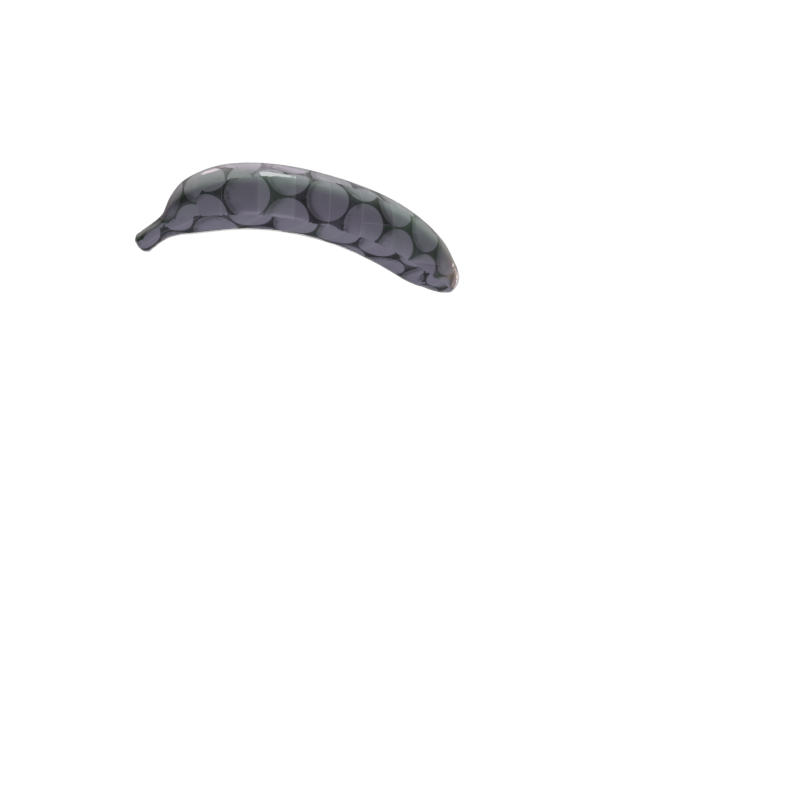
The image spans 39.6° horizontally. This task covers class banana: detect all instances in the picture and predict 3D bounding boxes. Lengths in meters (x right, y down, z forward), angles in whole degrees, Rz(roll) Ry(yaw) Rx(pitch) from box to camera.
[{"bbox_3d":[-0.048,-0.102,0.638,0.193,0.039,0.067,8,-30,-15],"label":"banana"}]
